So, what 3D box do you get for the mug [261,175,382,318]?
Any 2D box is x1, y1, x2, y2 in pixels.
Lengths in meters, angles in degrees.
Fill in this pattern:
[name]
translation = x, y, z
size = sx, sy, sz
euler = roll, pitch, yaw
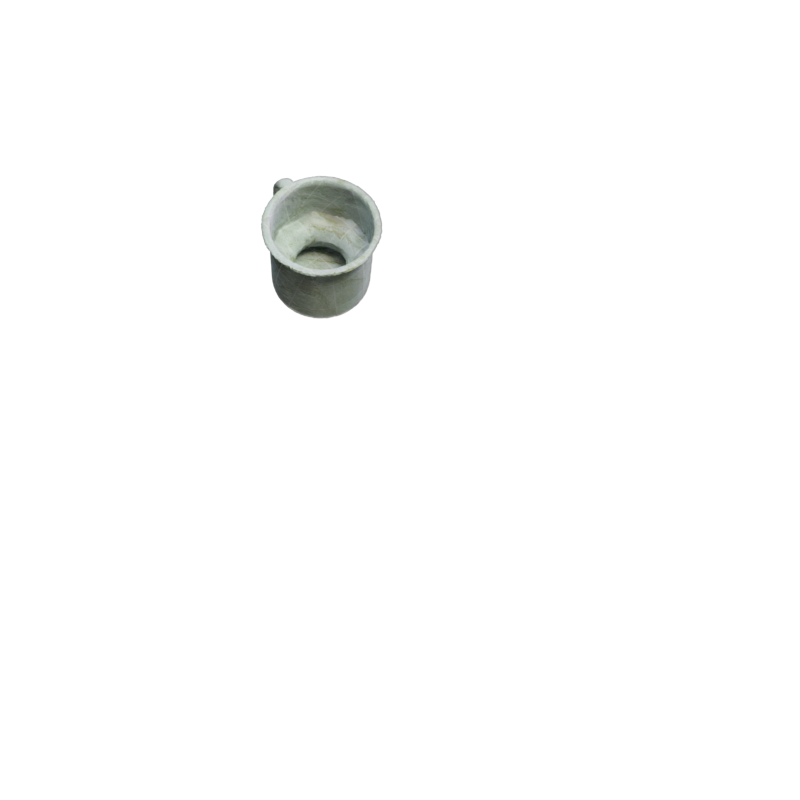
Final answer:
[mug]
translation = -0.070, -0.127, 0.889
size = 0.093, 0.125, 0.076
euler = -29, -25, -17
